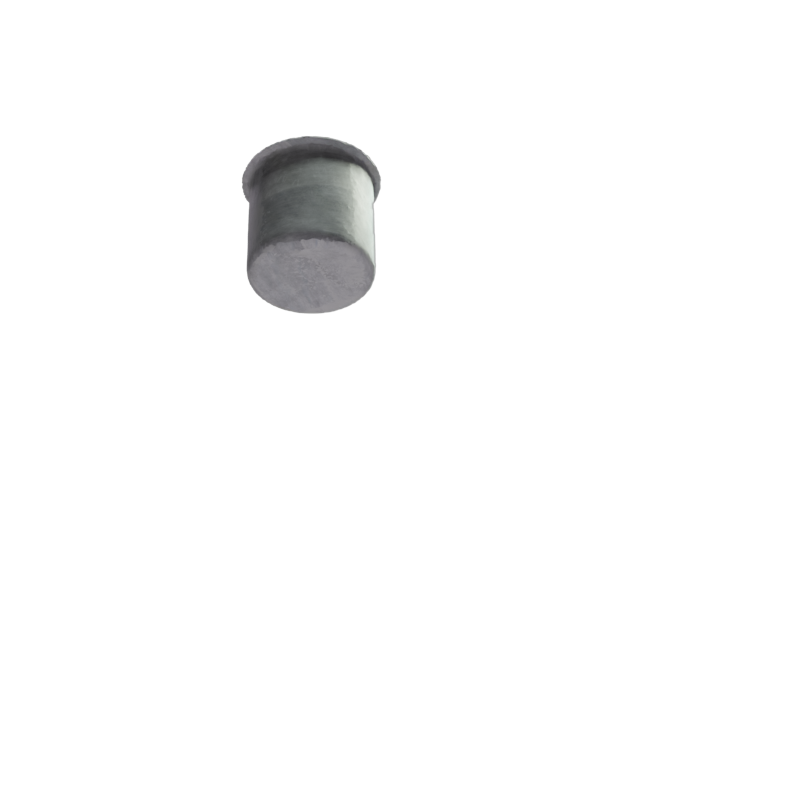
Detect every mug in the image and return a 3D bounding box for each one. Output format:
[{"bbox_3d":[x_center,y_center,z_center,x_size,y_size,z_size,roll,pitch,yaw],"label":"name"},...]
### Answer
[{"bbox_3d":[-0.057,-0.104,0.727,0.093,0.087,0.109,-3,-34,2],"label":"mug"}]
